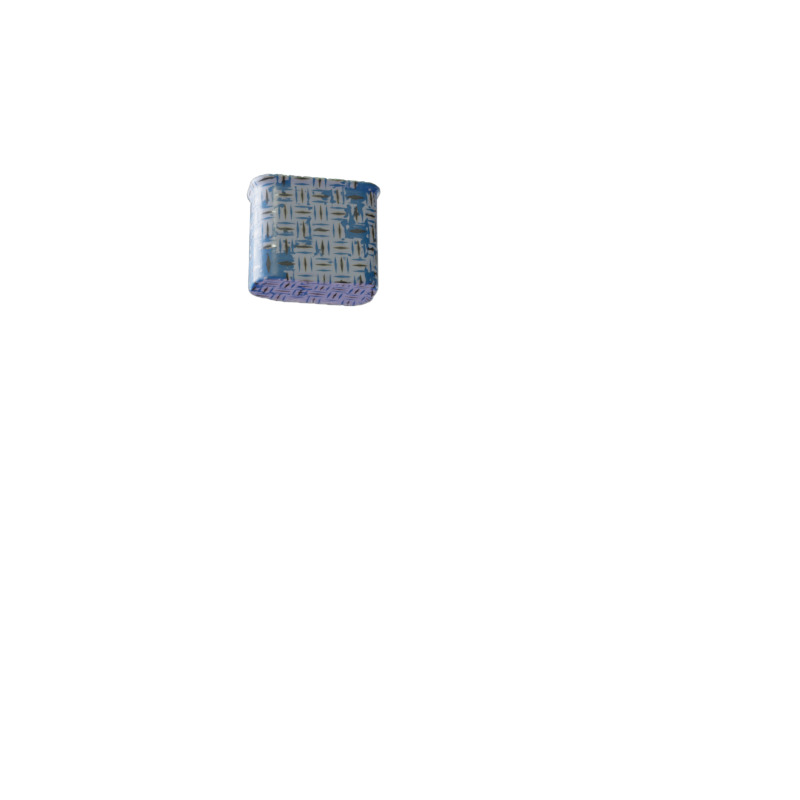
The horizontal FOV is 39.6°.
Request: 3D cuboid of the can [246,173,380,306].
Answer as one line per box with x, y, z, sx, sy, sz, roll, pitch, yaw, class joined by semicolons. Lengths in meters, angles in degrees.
-0.066;-0.121;0.847;0.100;0.088;0.056;3;-19;-12;can
